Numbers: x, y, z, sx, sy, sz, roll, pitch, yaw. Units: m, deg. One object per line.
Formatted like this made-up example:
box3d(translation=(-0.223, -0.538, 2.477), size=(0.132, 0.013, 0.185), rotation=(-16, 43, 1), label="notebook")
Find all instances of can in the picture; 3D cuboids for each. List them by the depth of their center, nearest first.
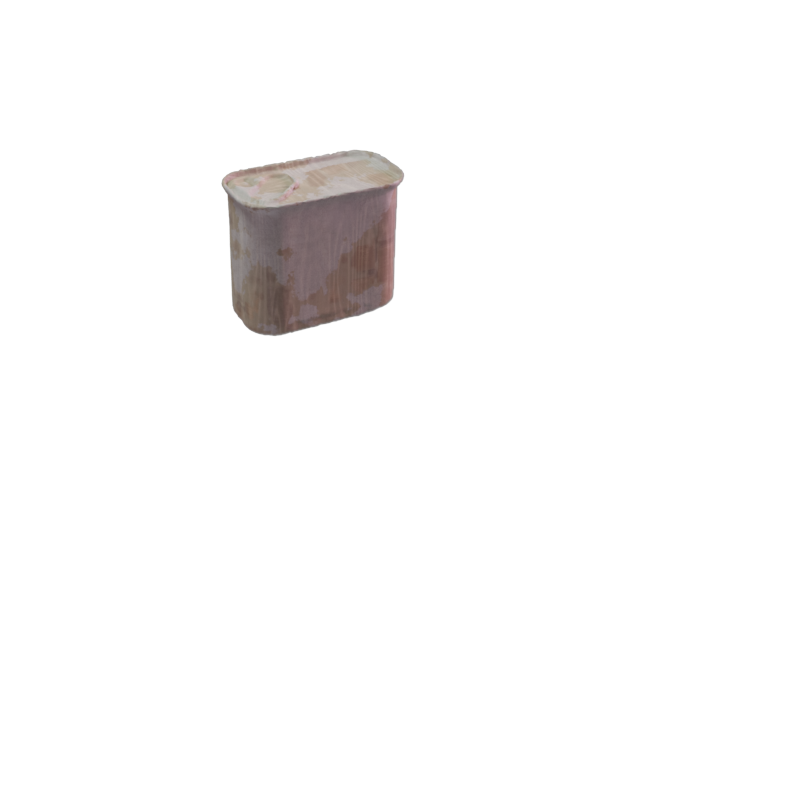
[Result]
box3d(translation=(-0.051, -0.093, 0.649), size=(0.100, 0.079, 0.062), rotation=(-14, 33, -24), label="can")
